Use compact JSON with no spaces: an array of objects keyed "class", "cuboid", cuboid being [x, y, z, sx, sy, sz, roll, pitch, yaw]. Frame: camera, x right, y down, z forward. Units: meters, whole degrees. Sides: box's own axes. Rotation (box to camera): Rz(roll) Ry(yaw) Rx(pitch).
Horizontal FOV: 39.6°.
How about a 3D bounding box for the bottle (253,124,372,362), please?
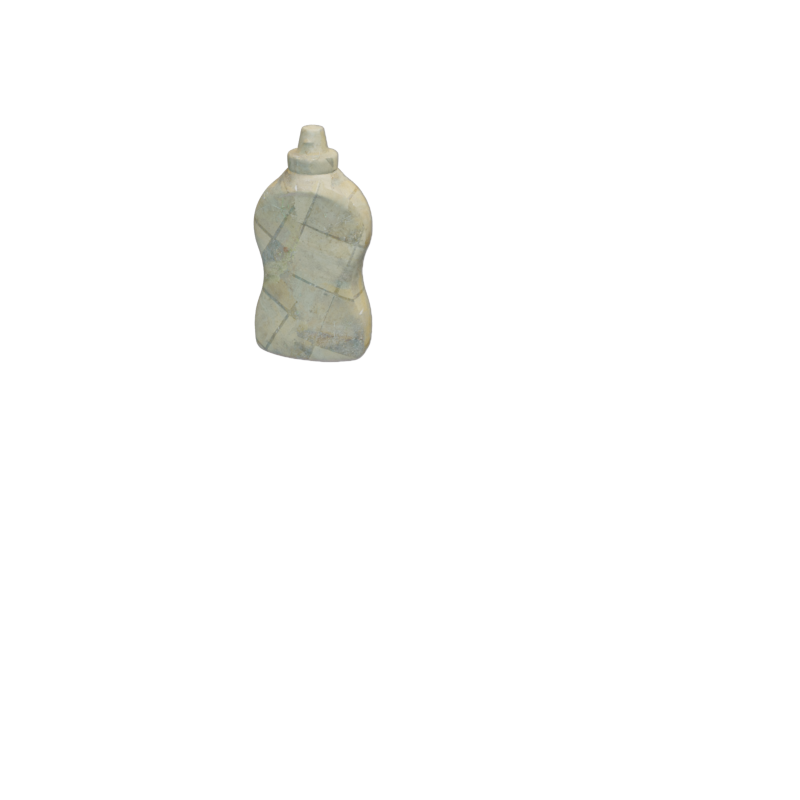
[{"class":"bottle","cuboid":[-0.071,-0.129,0.902,0.098,0.183,0.060,7,21,15]}]
